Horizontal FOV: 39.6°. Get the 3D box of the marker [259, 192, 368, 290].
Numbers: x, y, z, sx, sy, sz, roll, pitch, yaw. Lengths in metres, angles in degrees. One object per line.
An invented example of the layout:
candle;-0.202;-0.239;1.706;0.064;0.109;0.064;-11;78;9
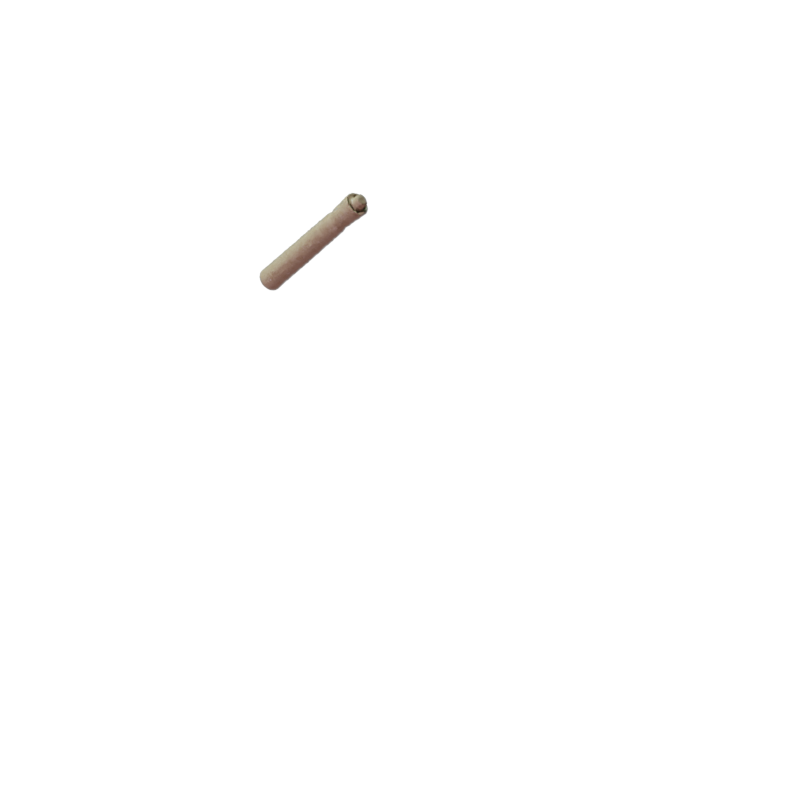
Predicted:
marker;-0.064;-0.117;0.820;0.019;0.021;0.119;-3;-22;-44
